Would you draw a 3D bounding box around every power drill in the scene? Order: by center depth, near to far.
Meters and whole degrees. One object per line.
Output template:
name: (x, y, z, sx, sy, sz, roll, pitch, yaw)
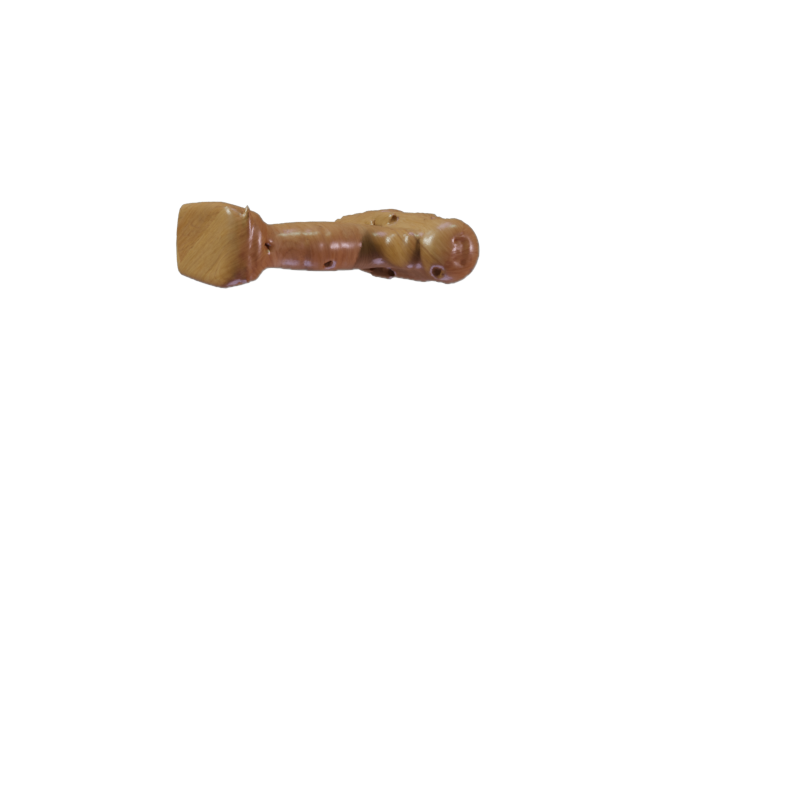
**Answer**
power drill: (-0.063, -0.115, 0.805, 0.182, 0.057, 0.192, -5, 10, -27)
